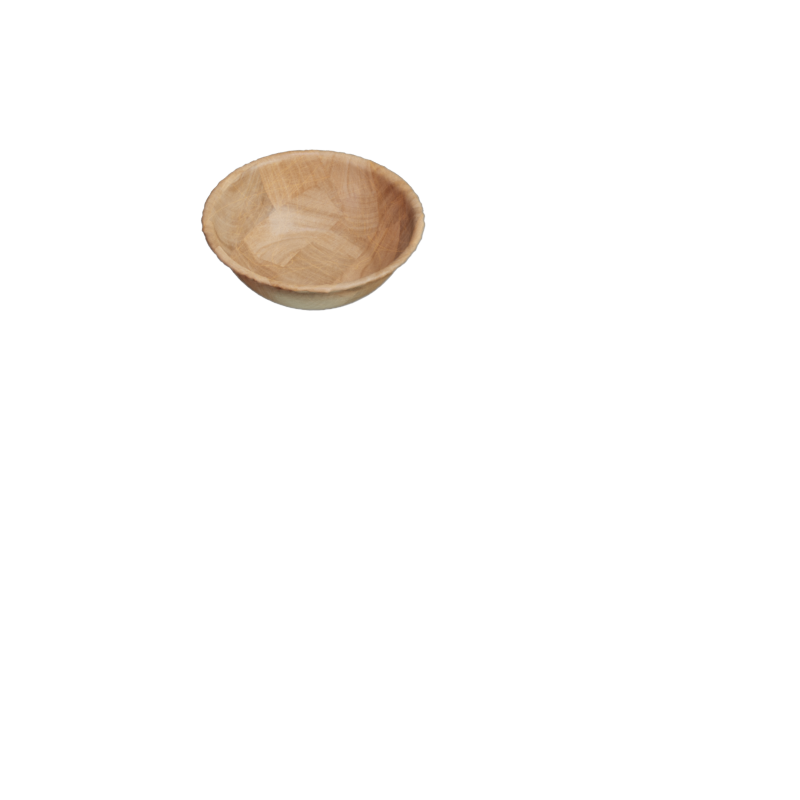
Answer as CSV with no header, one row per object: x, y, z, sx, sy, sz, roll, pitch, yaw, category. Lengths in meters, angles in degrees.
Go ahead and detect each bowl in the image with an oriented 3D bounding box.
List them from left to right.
-0.064,-0.117,0.818,0.162,0.174,0.051,-1,-45,-1,bowl
